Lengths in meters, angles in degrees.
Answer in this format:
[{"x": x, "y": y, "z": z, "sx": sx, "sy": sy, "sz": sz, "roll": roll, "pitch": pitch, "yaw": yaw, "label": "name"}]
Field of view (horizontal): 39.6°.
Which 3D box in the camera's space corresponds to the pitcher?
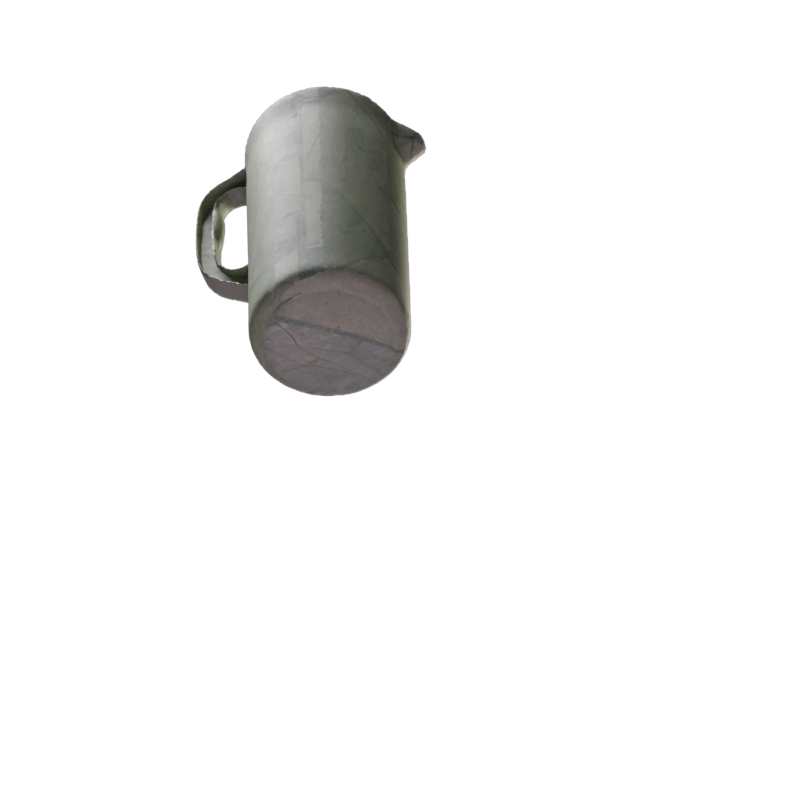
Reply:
[{"x": -0.064, "y": -0.118, "z": 0.824, "sx": 0.140, "sy": 0.144, "sz": 0.260, "roll": 23, "pitch": 34, "yaw": -20, "label": "pitcher"}]
